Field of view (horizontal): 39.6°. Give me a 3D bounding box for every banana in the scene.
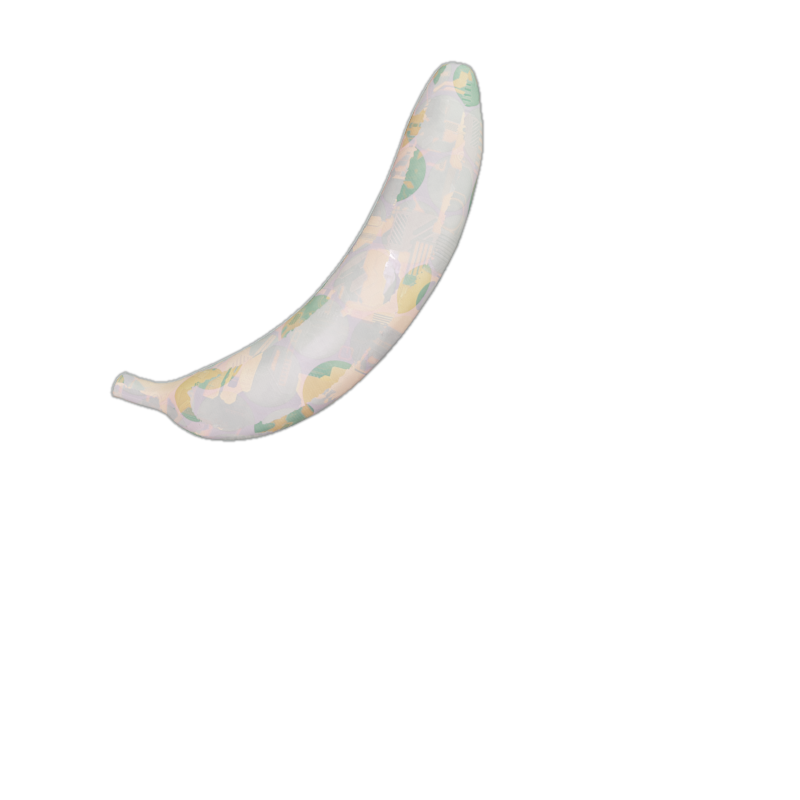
[{"bbox_3d":[-0.025,-0.047,0.444,0.198,0.070,0.037,-44,0,-1],"label":"banana"}]
